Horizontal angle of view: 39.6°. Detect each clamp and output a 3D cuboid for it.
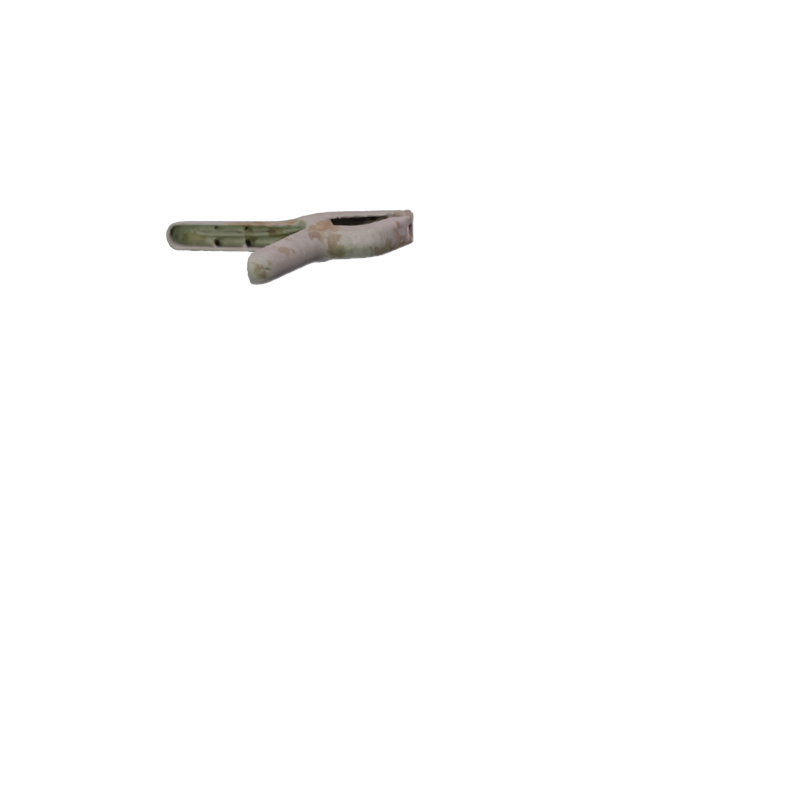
[{"bbox_3d":[-0.072,-0.132,0.923,0.205,0.035,0.175,-9,22,-24],"label":"clamp"}]
